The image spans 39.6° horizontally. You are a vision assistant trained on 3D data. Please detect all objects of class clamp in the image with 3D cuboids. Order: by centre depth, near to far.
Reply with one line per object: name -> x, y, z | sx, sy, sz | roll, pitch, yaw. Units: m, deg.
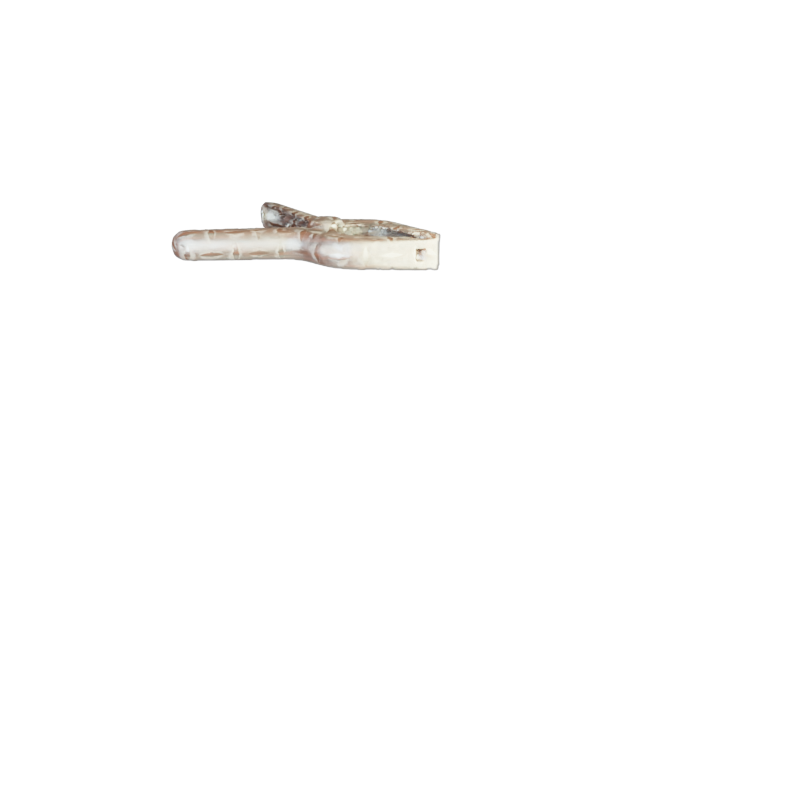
clamp -> -0.072, -0.131, 0.918 | 0.219, 0.035, 0.164 | 12, 24, 29
